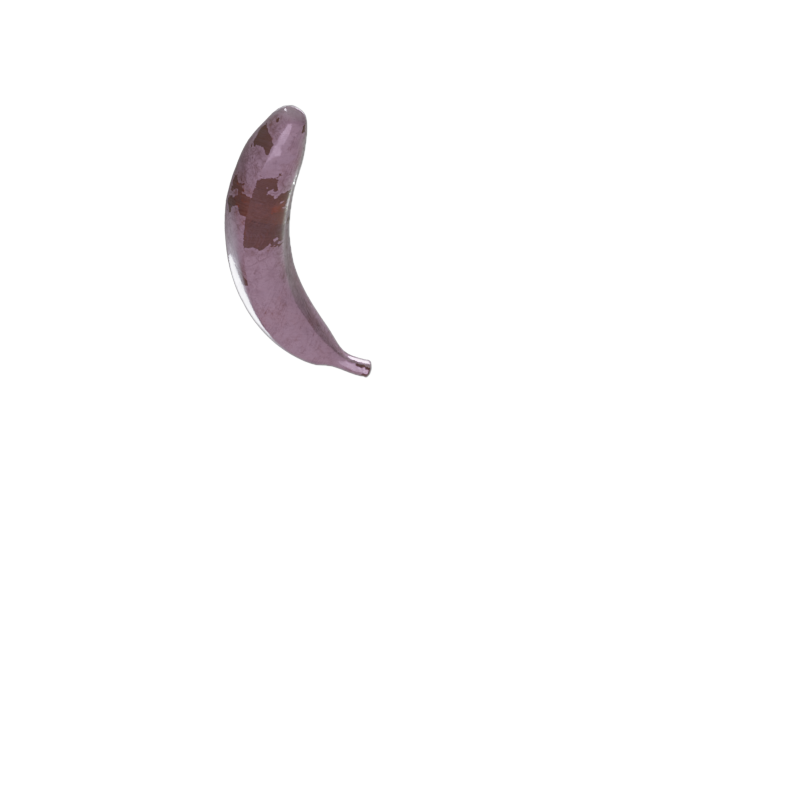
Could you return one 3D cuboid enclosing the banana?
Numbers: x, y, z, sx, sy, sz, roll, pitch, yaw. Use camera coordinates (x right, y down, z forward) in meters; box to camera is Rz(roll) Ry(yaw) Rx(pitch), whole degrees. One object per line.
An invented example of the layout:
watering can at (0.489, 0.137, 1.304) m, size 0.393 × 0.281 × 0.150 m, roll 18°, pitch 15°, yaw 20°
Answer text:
banana at (-0.068, -0.087, 0.649) m, size 0.070 × 0.183 × 0.039 m, roll -9°, pitch 42°, yaw 7°
